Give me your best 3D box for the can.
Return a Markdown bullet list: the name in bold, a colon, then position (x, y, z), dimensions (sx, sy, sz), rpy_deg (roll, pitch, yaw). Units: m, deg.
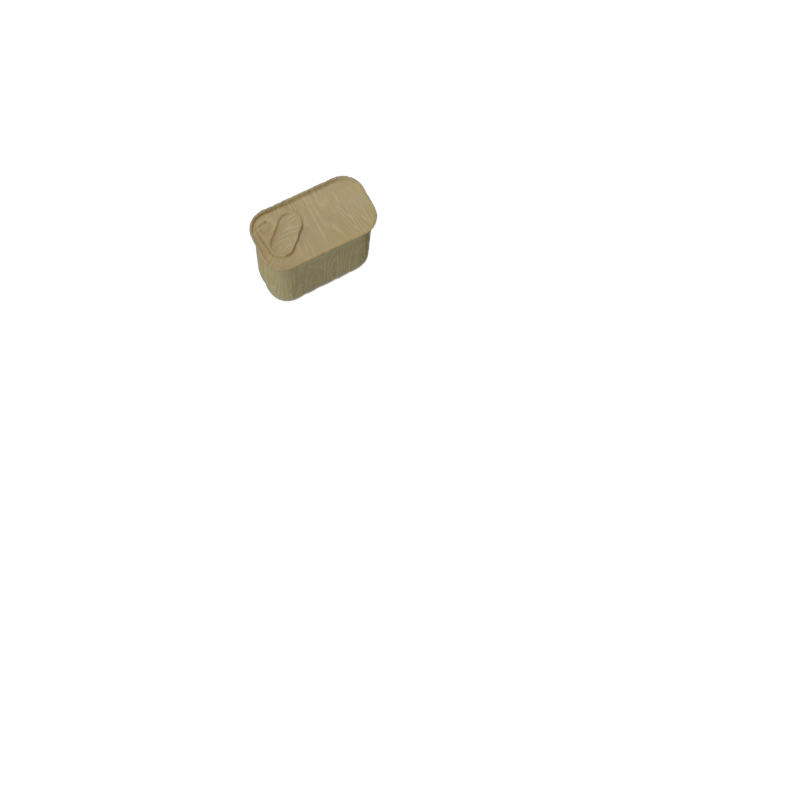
- **can**: position (-0.073, -0.134, 0.936), dimensions (0.102, 0.060, 0.080), rpy_deg (-26, -15, -11)
